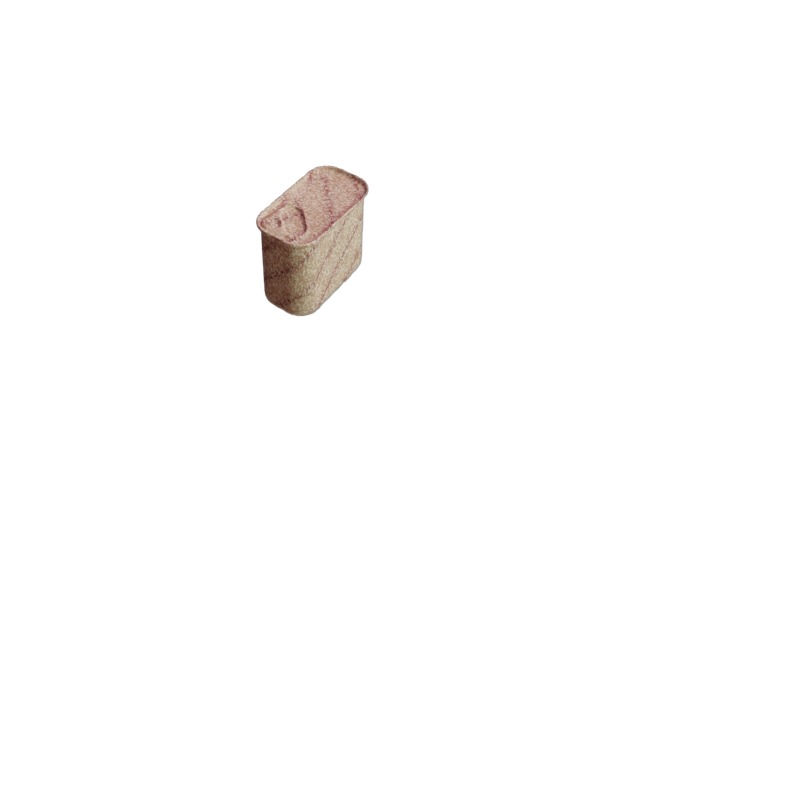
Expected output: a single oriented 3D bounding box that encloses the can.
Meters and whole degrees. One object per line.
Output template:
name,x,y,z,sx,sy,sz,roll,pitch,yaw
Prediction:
can,-0.072,-0.132,0.924,0.060,0.078,0.104,26,50,21
